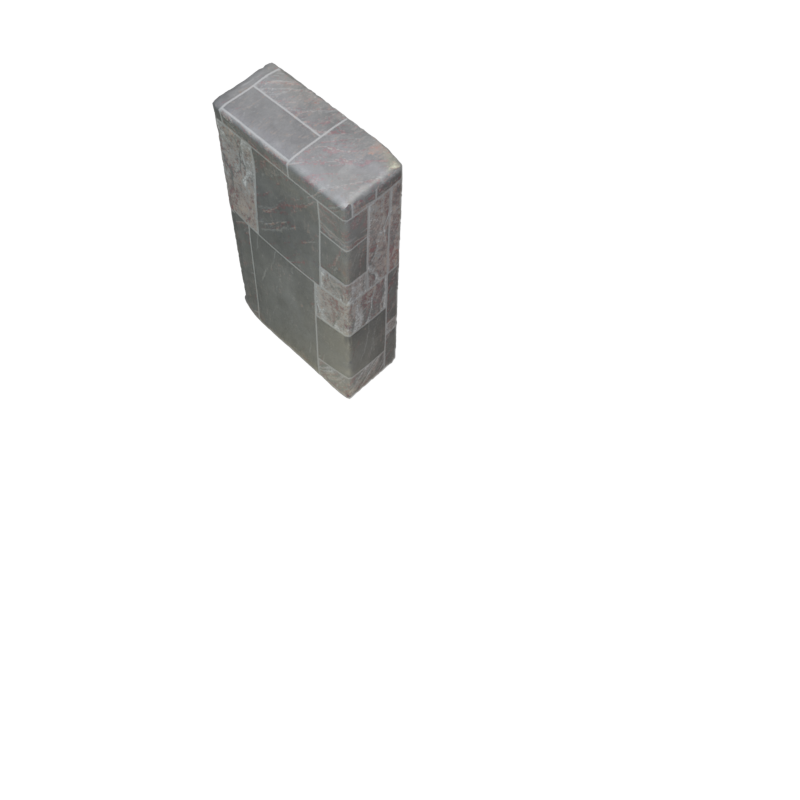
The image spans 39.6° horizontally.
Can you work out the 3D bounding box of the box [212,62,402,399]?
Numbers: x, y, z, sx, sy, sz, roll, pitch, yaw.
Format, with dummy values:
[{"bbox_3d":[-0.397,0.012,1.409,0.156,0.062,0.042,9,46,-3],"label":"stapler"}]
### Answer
[{"bbox_3d":[-0.045,-0.082,0.577,0.048,0.099,0.165,-38,-23,-24],"label":"box"}]
